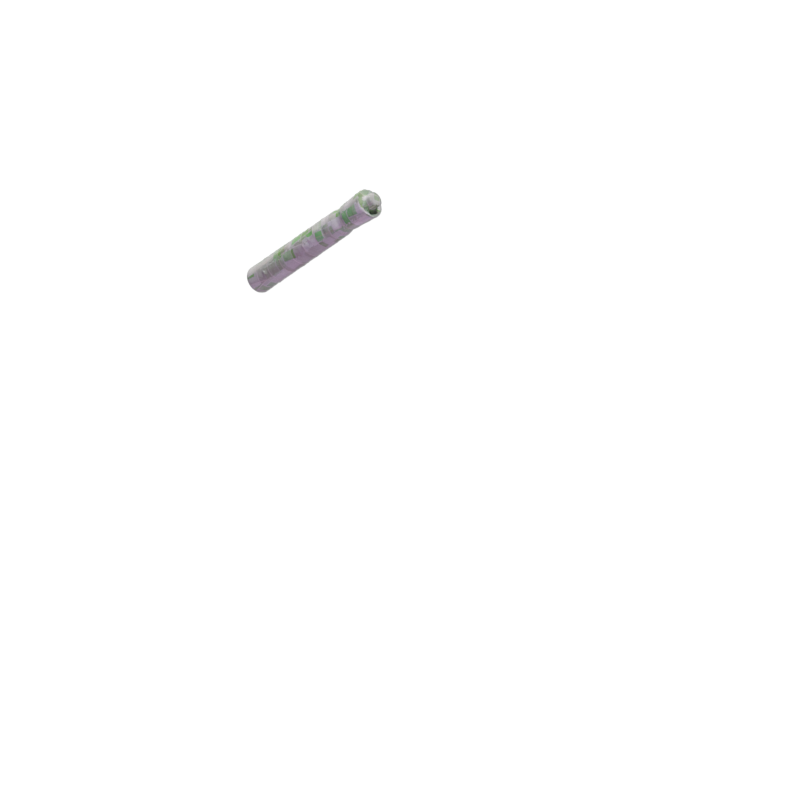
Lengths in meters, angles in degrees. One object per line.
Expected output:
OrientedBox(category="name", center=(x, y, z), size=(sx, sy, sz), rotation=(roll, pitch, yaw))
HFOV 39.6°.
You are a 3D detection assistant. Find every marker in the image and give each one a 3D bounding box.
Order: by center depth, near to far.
OrientedBox(category="marker", center=(-0.054, -0.099, 0.694), size=(0.019, 0.021, 0.121), rotation=(-3, -17, -45))
